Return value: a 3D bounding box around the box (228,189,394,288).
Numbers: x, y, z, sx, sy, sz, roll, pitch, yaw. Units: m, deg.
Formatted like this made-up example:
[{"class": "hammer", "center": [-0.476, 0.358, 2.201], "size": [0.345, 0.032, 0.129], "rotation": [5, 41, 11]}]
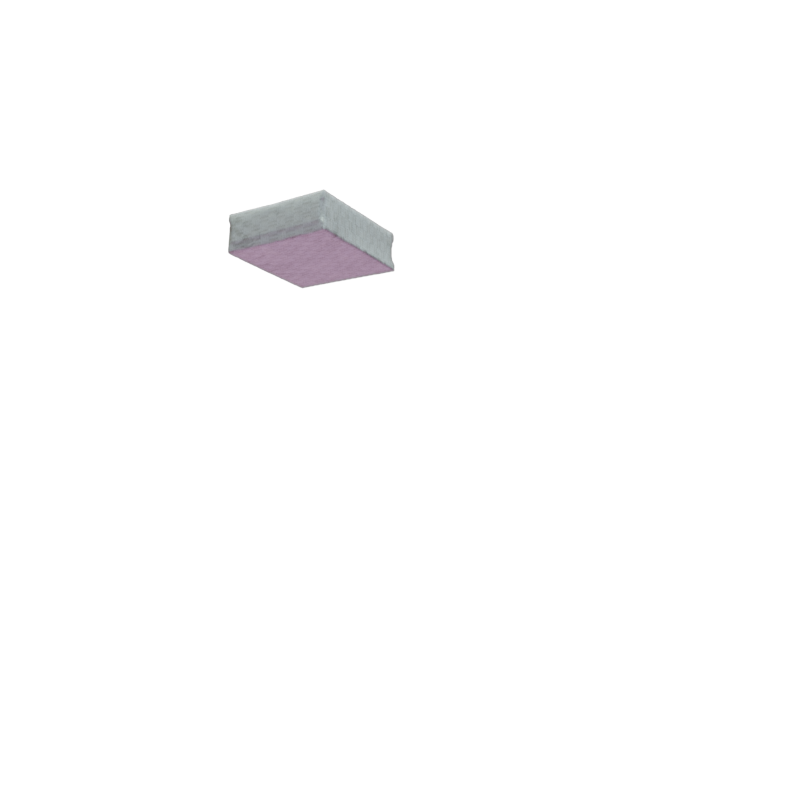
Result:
[{"class": "box", "center": [-0.056, -0.102, 0.716], "size": [0.075, 0.031, 0.084], "rotation": [-9, -16, 30]}]
